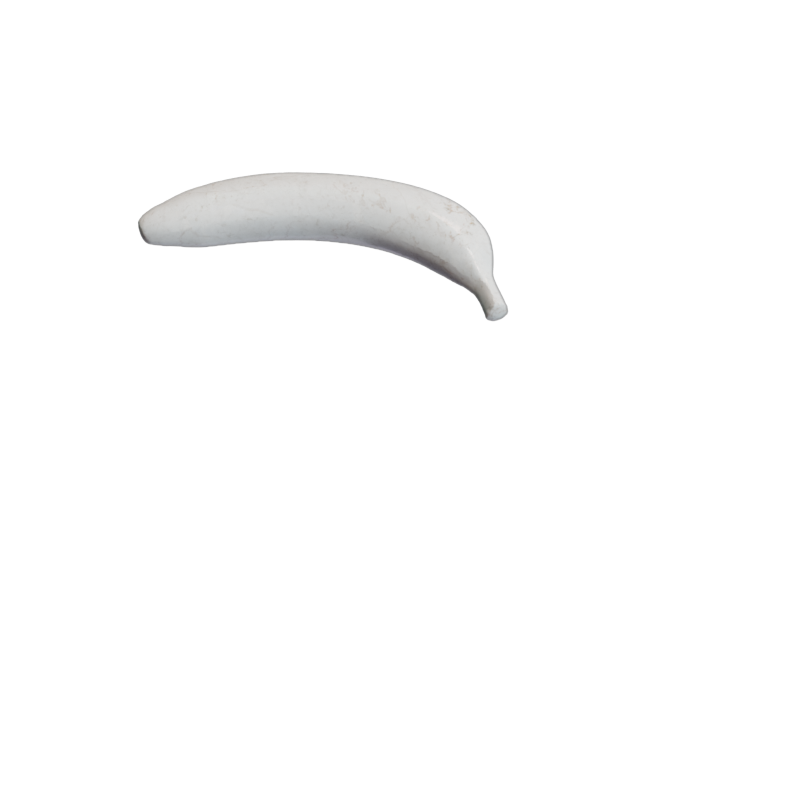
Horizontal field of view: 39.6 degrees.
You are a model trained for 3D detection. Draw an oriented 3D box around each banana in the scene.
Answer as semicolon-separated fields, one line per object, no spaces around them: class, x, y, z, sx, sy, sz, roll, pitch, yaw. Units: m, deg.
banana;-0.036;-0.092;0.579;0.203;0.034;0.073;12;40;14
